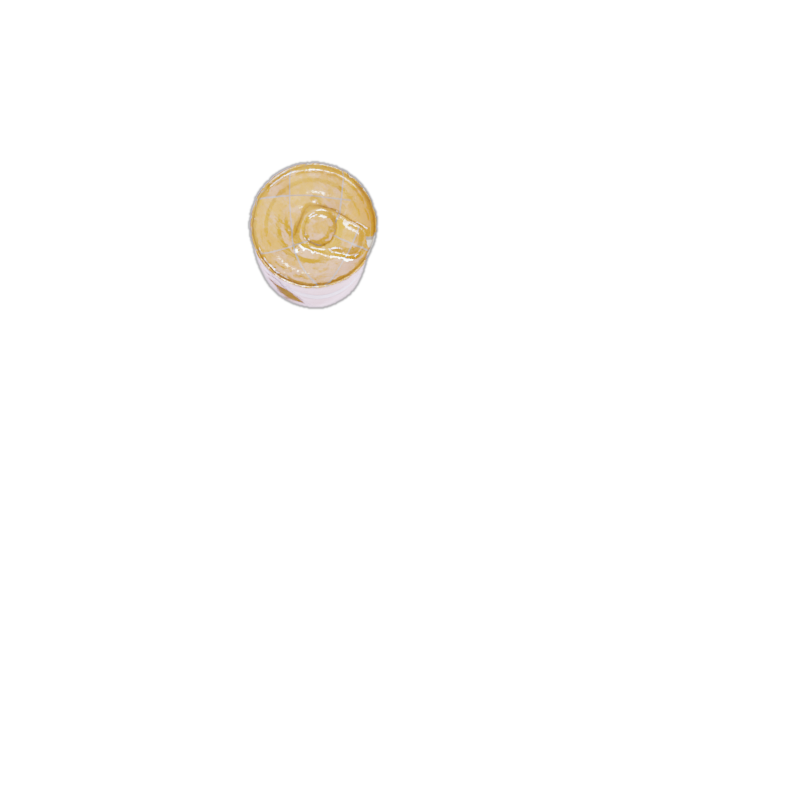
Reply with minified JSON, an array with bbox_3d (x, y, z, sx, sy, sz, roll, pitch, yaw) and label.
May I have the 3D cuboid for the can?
[{"bbox_3d":[-0.050,-0.091,0.637,0.068,0.070,0.101,0,-5,-3],"label":"can"}]
